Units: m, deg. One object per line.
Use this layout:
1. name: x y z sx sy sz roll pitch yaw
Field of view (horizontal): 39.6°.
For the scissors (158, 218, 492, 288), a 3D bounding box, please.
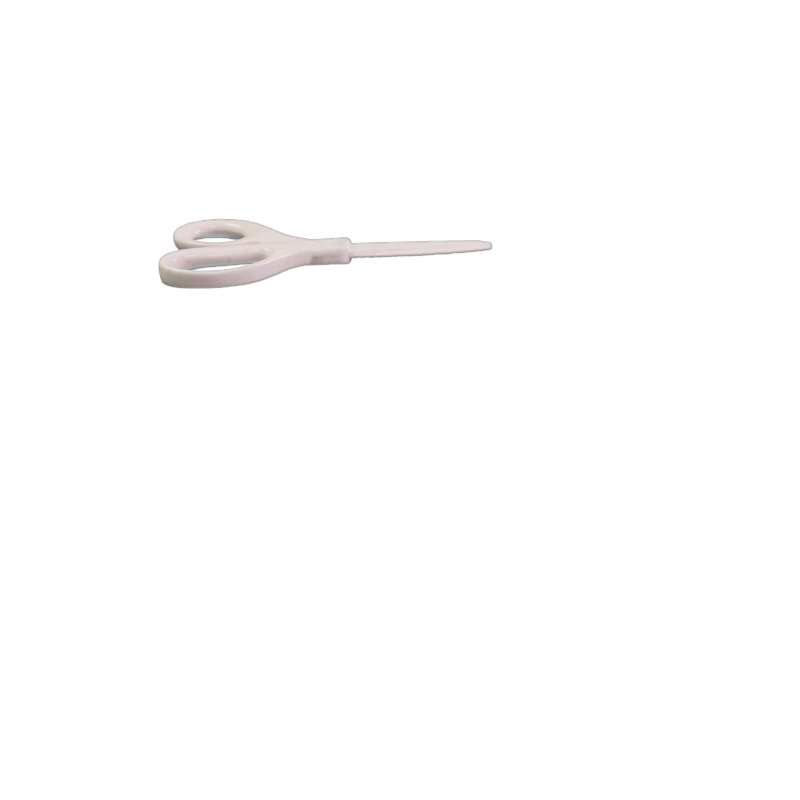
1. scissors: -0.054 -0.099 0.691 0.198 0.015 0.103 -11 30 -19
